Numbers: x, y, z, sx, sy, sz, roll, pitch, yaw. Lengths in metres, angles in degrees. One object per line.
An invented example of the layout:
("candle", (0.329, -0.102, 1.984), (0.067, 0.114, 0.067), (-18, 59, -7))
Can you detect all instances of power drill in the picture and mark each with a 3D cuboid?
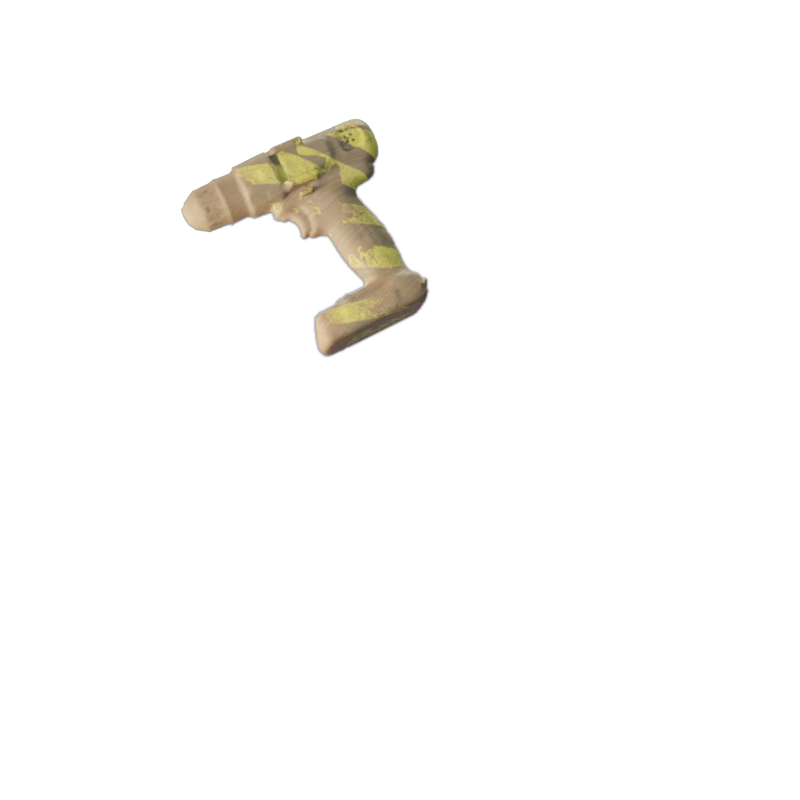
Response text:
("power drill", (-0.075, -0.137, 0.961), (0.184, 0.195, 0.055), (-26, -14, -7))
